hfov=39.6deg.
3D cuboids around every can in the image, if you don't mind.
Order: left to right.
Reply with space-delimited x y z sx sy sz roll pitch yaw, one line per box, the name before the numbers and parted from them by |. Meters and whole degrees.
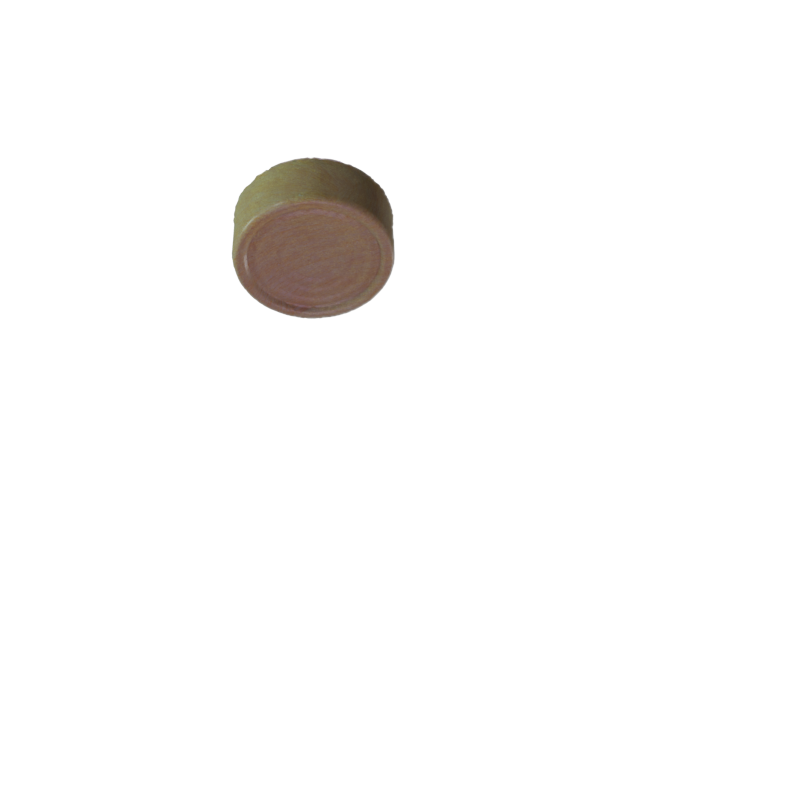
can | -0.046 -0.083 0.584 0.086 0.080 0.036 1 44 -1
